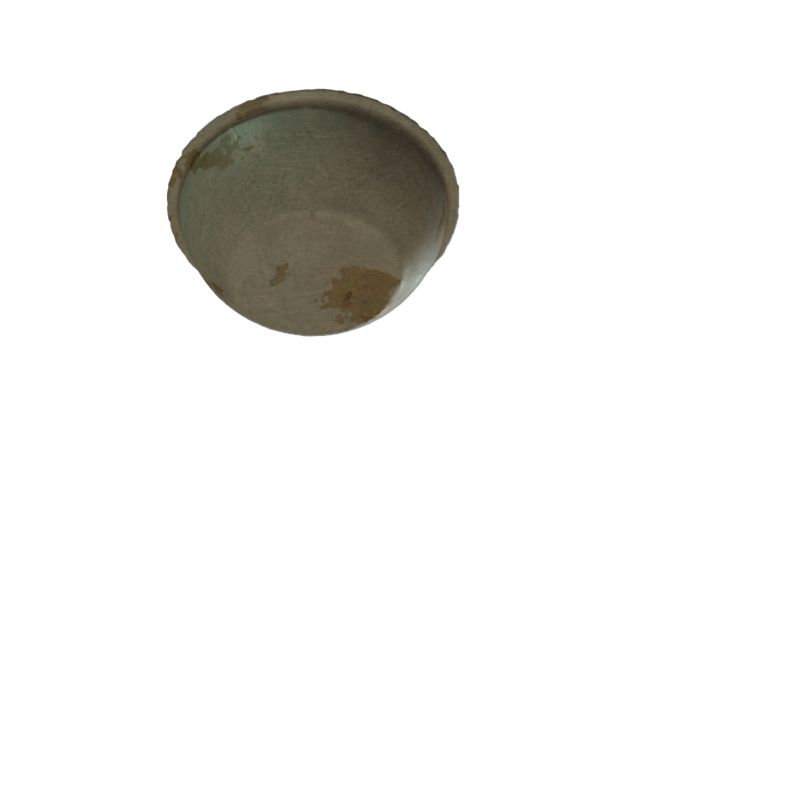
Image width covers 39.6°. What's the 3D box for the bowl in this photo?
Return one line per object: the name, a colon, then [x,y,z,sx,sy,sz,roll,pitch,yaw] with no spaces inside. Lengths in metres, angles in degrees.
bowl: [-0.046,-0.085,0.593,0.162,0.059,0.151,1,-44,-1]
